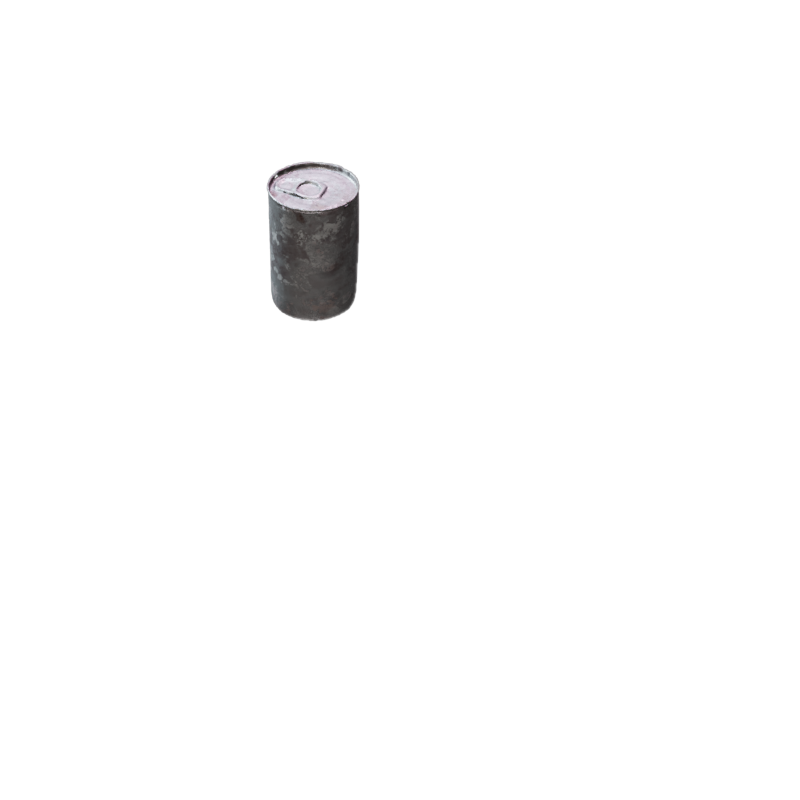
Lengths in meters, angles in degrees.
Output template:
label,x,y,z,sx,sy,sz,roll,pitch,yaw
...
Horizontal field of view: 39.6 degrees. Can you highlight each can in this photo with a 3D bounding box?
label,x,y,z,sx,sy,sz,roll,pitch,yaw
can,-0.065,-0.119,0.836,0.068,0.095,0.073,0,39,-3
